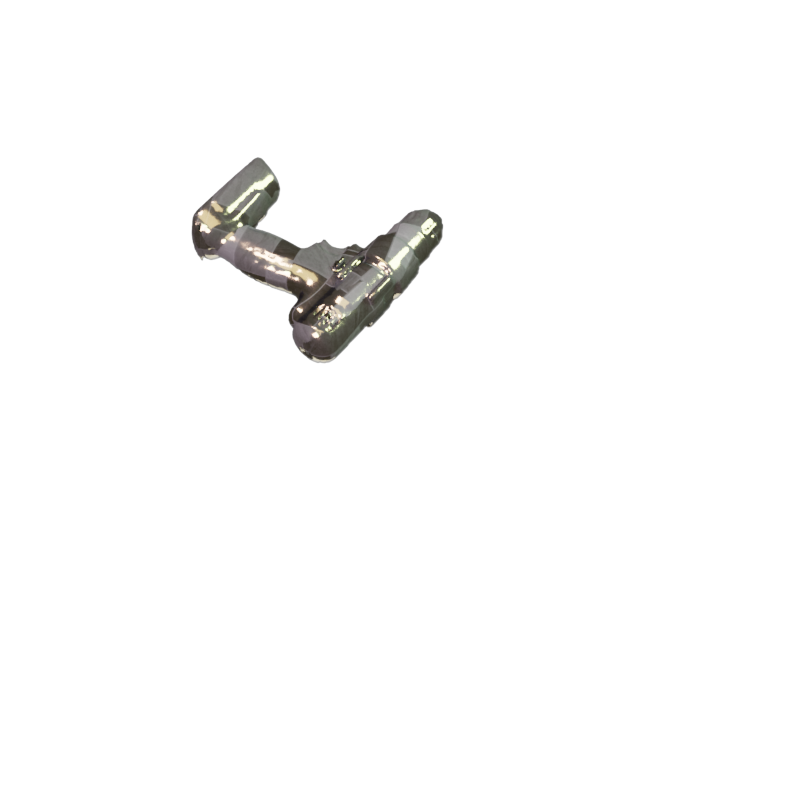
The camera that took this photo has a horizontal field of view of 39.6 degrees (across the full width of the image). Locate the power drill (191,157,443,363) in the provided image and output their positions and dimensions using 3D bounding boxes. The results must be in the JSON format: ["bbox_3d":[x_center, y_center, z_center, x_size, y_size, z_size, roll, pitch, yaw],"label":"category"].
[{"bbox_3d":[-0.078,-0.142,0.993,0.197,0.188,0.054,32,-30,21],"label":"power drill"}]
